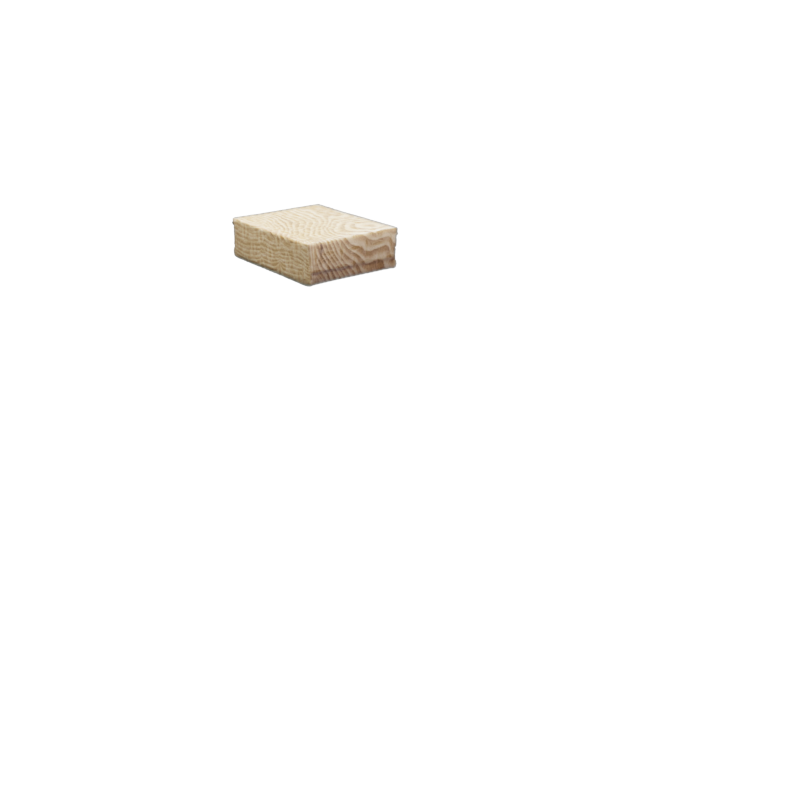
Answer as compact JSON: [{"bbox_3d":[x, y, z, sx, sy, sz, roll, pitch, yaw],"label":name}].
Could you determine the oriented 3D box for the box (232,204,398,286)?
[{"bbox_3d":[-0.071,-0.130,0.909,0.088,0.037,0.121,-16,28,-34],"label":"box"}]
